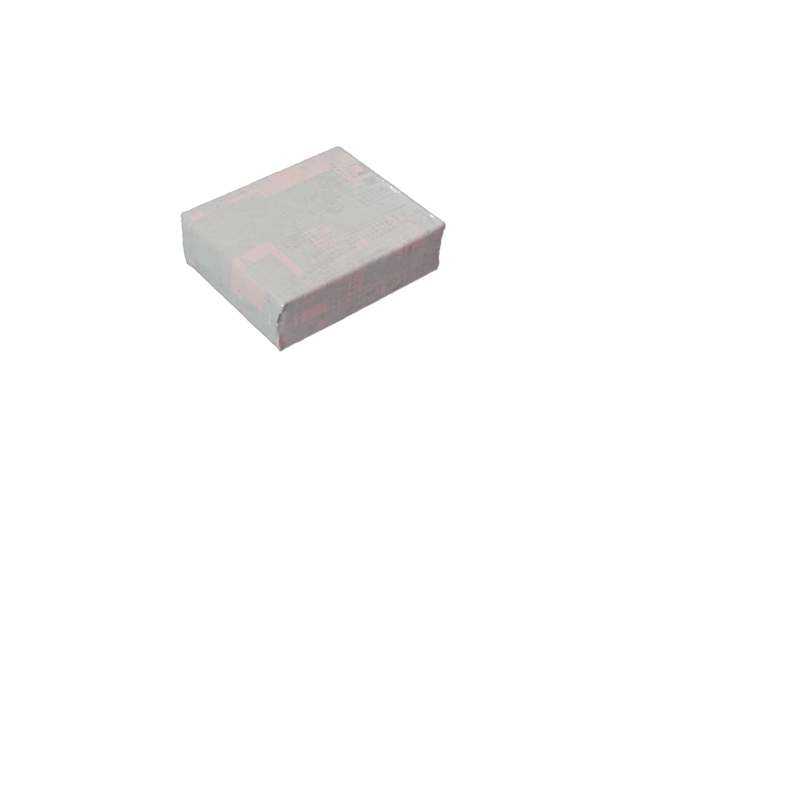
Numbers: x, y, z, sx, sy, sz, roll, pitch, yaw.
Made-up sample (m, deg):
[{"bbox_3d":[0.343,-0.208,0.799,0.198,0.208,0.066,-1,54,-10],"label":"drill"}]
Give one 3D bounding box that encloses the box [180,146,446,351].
[{"bbox_3d":[-0.047,-0.085,0.595,0.113,0.036,0.096,-31,52,-28],"label":"box"}]
